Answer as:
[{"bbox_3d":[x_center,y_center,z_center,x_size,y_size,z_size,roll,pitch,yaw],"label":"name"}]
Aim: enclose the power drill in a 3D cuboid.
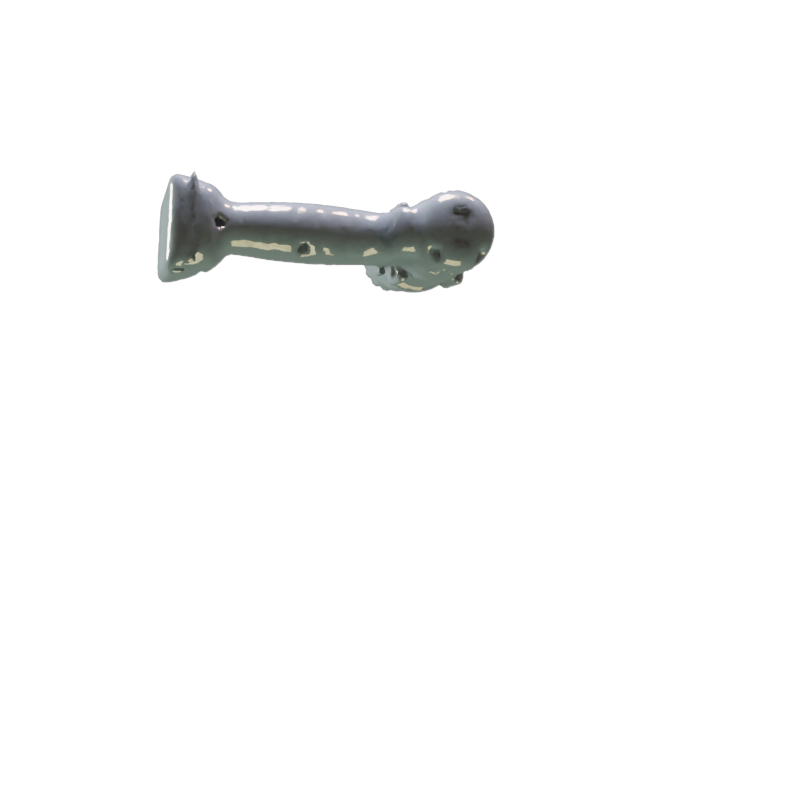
[{"bbox_3d":[-0.053,-0.097,0.682,0.185,0.058,0.185,0,-2,-12],"label":"power drill"}]
